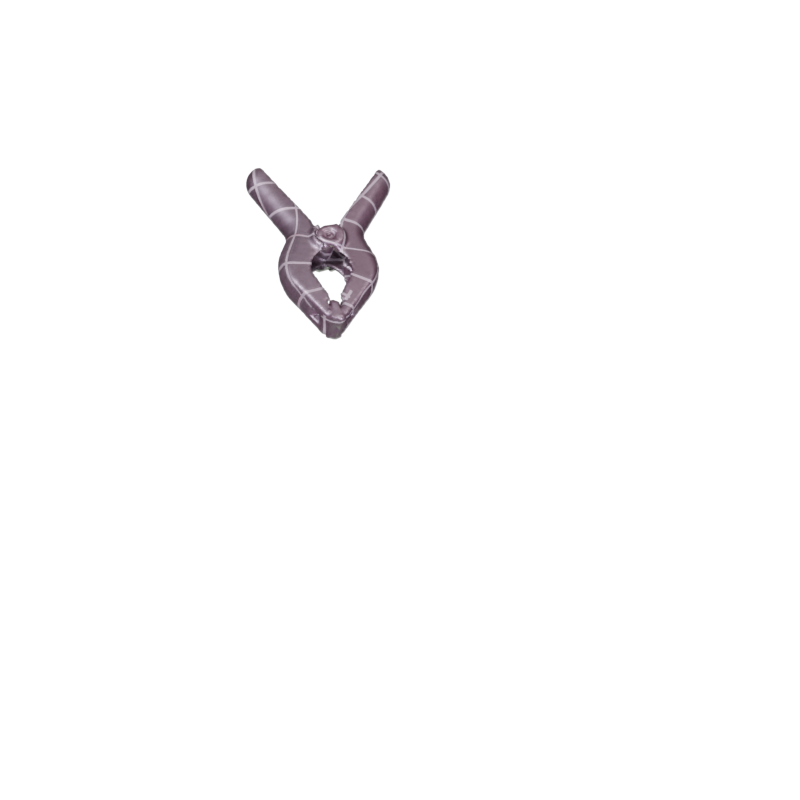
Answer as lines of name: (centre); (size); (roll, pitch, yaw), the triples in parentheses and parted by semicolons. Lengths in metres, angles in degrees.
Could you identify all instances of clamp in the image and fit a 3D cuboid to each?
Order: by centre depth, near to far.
clamp: (-0.070, -0.127, 0.889); (0.120, 0.184, 0.036); (1, -41, 1)
